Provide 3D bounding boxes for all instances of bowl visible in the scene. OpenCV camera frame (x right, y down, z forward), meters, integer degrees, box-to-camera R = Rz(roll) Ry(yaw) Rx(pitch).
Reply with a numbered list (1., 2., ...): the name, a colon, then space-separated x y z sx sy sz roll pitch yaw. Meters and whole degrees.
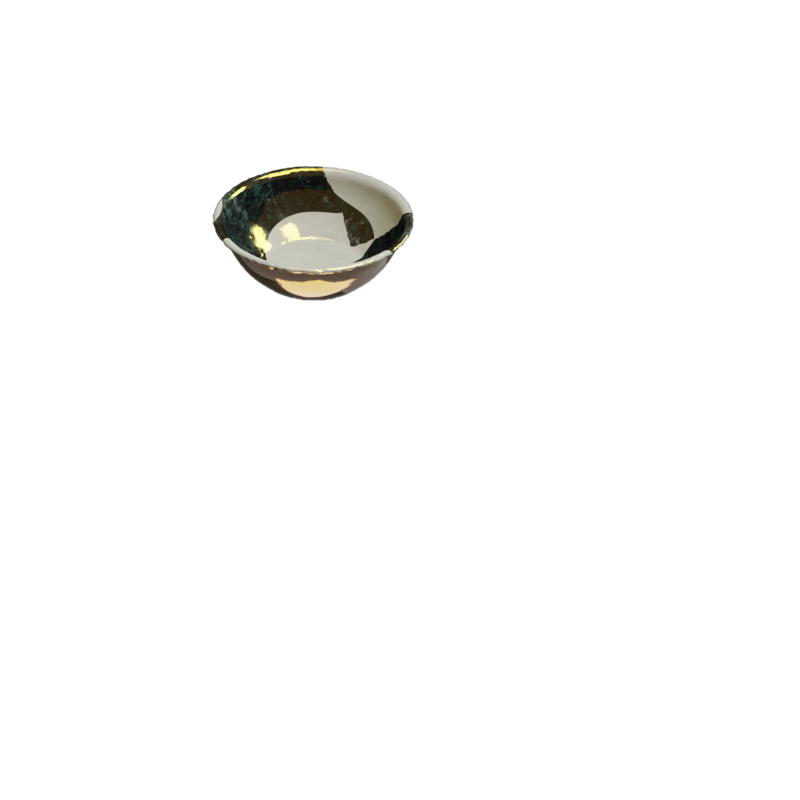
1. bowl: -0.071 -0.129 0.906 0.162 0.051 0.174 -1 38 -2
